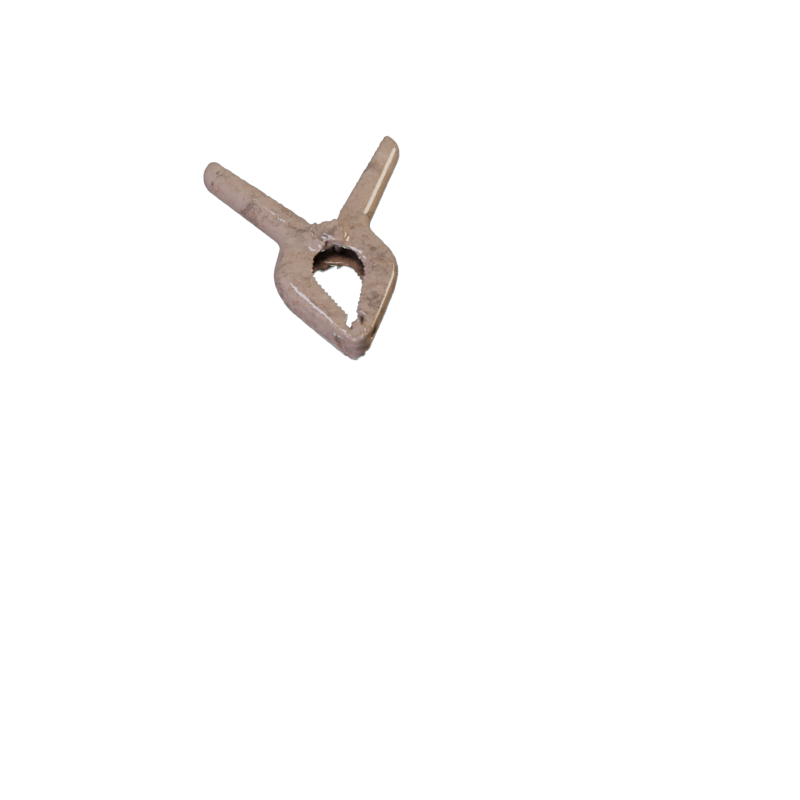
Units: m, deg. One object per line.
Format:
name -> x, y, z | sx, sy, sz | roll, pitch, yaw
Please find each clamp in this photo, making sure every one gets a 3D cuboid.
clamp -> -0.068, -0.124, 0.866 | 0.164, 0.226, 0.034 | -6, -36, -5
